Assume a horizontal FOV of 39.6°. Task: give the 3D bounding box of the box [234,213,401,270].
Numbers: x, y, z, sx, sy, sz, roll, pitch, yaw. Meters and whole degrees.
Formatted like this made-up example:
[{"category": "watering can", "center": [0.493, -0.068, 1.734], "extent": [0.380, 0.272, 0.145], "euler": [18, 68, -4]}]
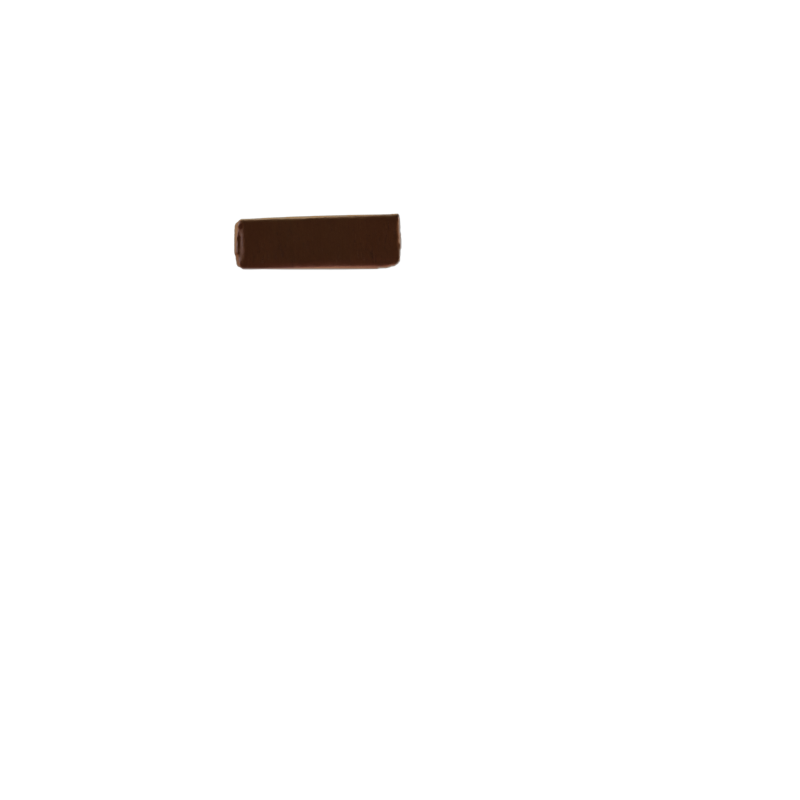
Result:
[{"category": "box", "center": [-0.062, -0.113, 0.791], "extent": [0.112, 0.039, 0.092], "euler": [-1, 7, -8]}]
